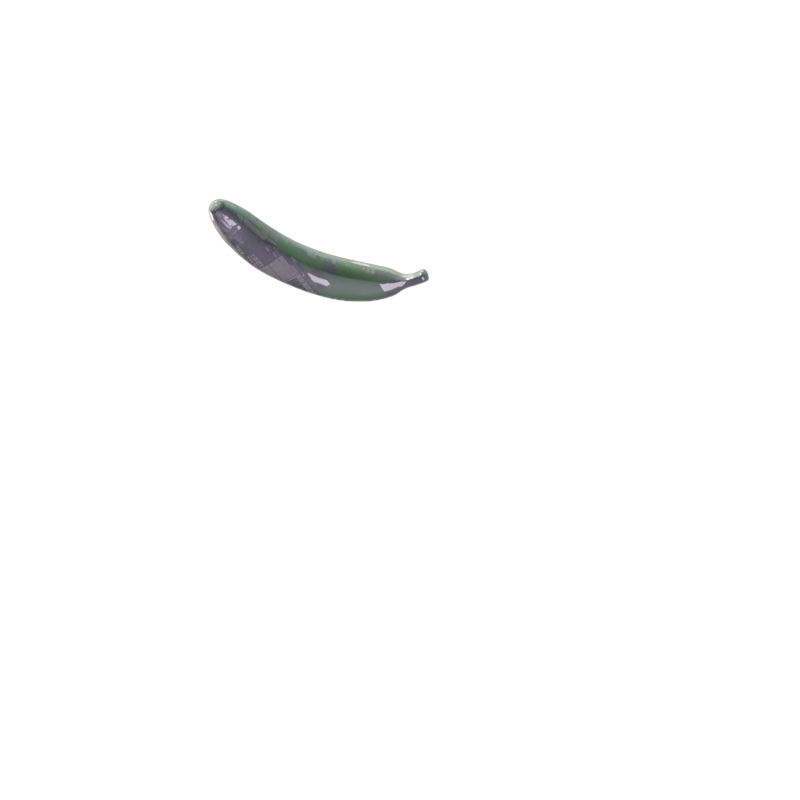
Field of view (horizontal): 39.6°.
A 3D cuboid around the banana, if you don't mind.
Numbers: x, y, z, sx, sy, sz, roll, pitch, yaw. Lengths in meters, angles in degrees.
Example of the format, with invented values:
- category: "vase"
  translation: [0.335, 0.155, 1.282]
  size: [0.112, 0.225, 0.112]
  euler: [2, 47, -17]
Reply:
- category: "banana"
  translation: [-0.078, -0.122, 0.944]
  size: [0.191, 0.039, 0.067]
  euler: [16, -44, -17]
